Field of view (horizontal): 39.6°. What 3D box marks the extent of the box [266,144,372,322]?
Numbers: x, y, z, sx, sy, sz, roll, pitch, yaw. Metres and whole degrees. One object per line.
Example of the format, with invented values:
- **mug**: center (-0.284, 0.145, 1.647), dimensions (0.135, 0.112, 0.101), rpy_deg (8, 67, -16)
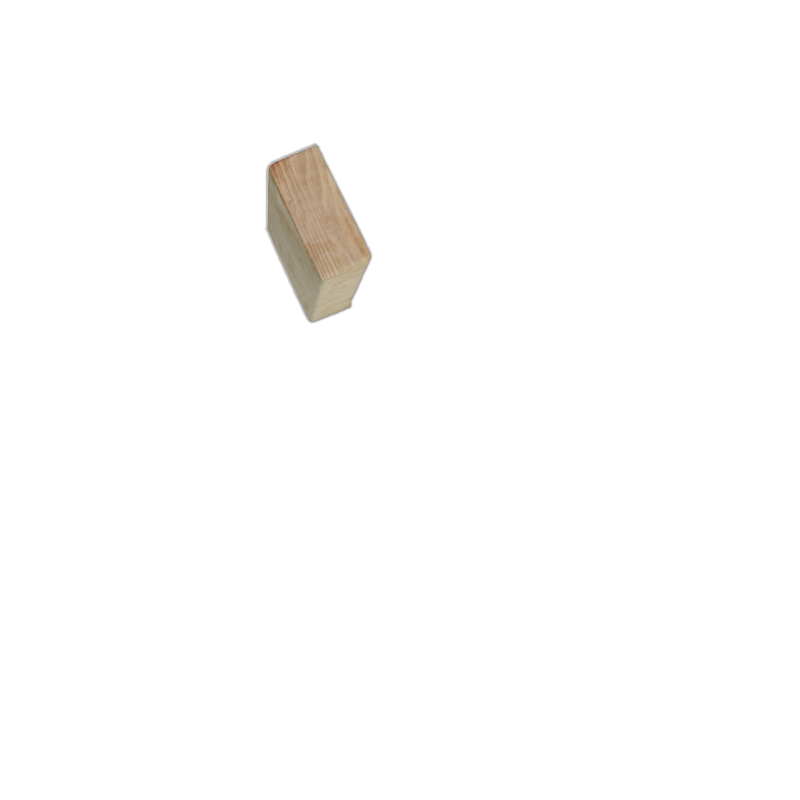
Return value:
- **box**: center (-0.066, -0.120, 0.841), dimensions (0.048, 0.096, 0.172), rpy_deg (-25, -5, -6)
